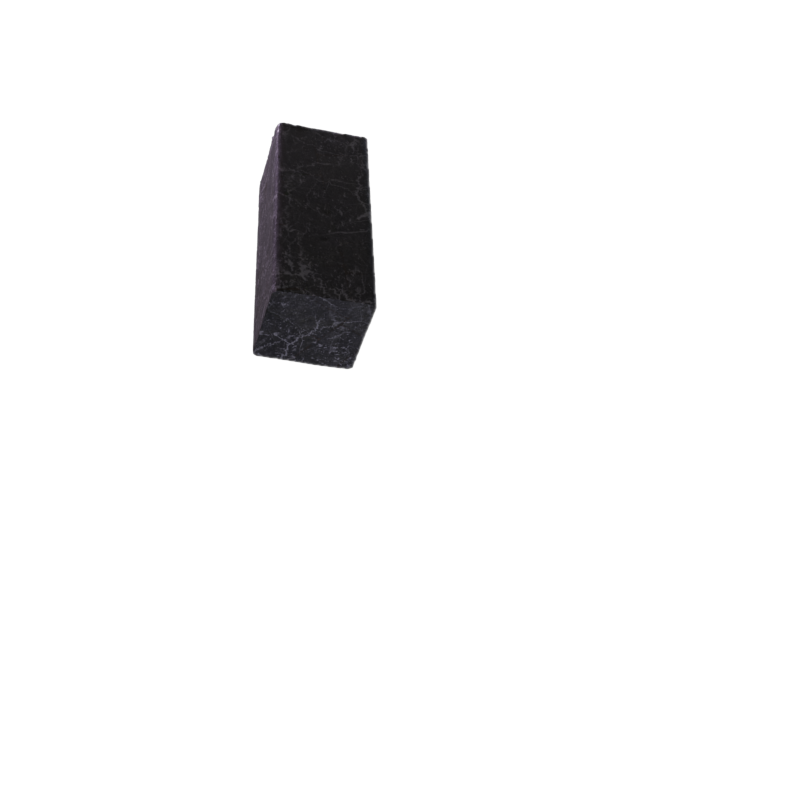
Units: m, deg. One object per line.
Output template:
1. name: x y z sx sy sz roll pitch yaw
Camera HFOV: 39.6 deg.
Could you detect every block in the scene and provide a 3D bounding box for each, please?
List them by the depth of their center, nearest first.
1. block: -0.078 -0.141 0.991 0.088 0.221 0.086 8 -41 -13
